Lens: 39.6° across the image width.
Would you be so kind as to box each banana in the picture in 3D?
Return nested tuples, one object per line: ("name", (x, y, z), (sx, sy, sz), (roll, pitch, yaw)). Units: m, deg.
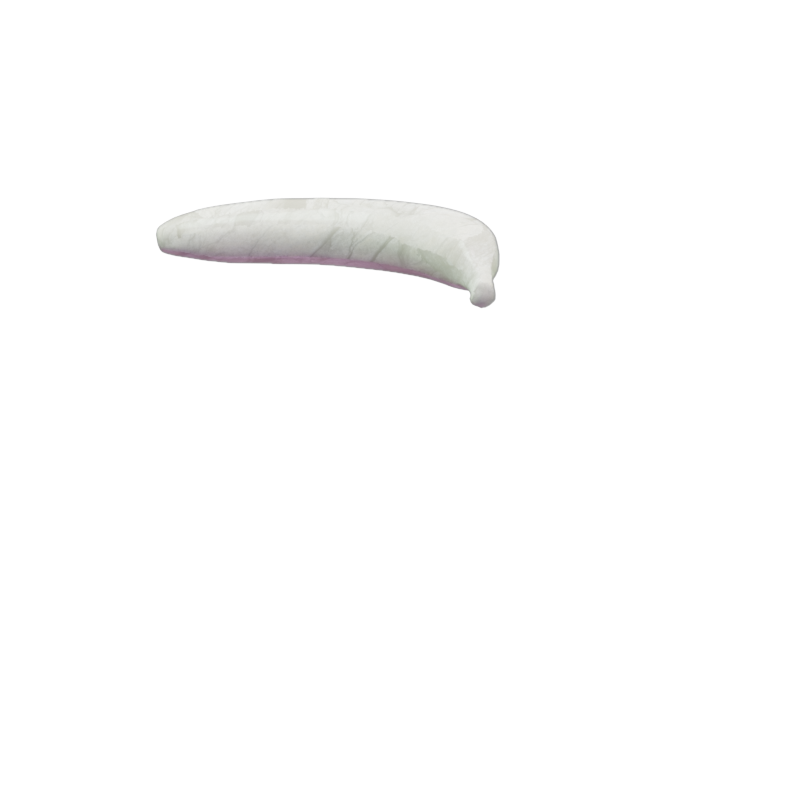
("banana", (-0.029, -0.080, 0.550), (0.207, 0.036, 0.068), (11, 19, 33))
